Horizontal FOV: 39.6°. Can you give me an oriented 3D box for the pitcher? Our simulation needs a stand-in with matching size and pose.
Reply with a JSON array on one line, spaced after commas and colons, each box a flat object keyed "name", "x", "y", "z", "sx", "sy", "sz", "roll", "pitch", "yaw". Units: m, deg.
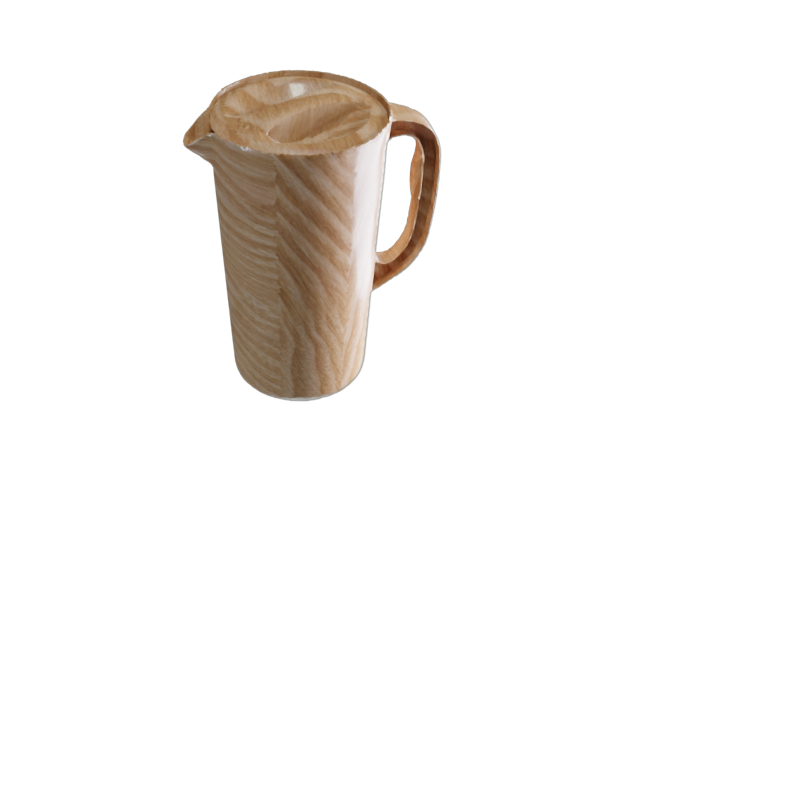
[{"name": "pitcher", "x": -0.067, "y": -0.122, "z": 0.855, "sx": 0.157, "sy": 0.227, "sz": 0.148, "roll": 22, "pitch": 42, "yaw": 24}]
